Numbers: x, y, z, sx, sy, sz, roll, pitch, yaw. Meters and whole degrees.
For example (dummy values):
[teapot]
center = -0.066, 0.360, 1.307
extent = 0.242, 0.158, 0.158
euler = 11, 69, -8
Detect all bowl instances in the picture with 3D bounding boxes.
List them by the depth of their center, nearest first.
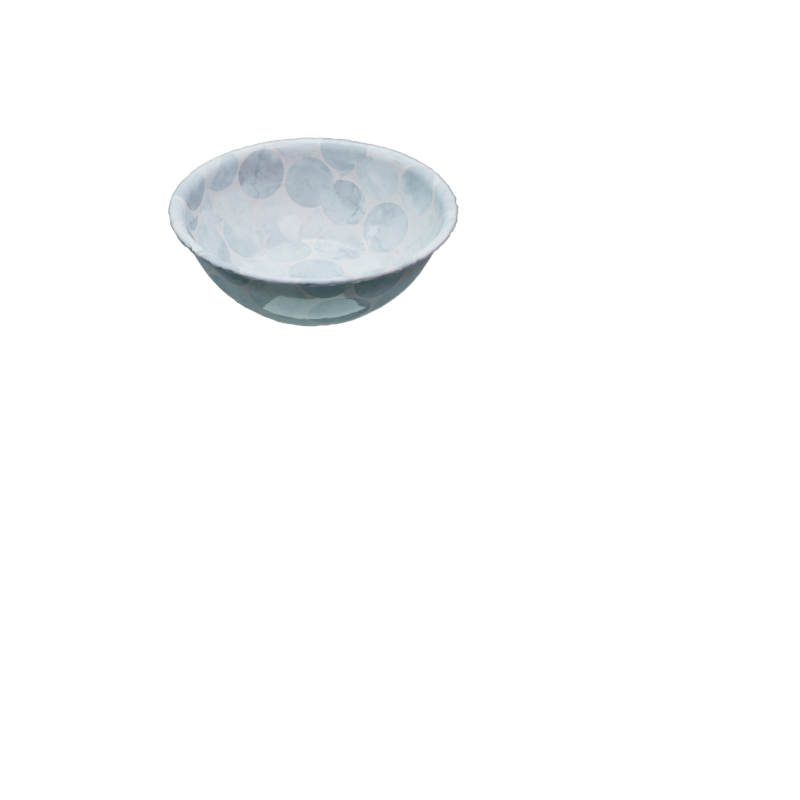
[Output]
[bowl]
center = -0.050, -0.090, 0.633
extent = 0.162, 0.051, 0.173
euler = -1, 37, -2
